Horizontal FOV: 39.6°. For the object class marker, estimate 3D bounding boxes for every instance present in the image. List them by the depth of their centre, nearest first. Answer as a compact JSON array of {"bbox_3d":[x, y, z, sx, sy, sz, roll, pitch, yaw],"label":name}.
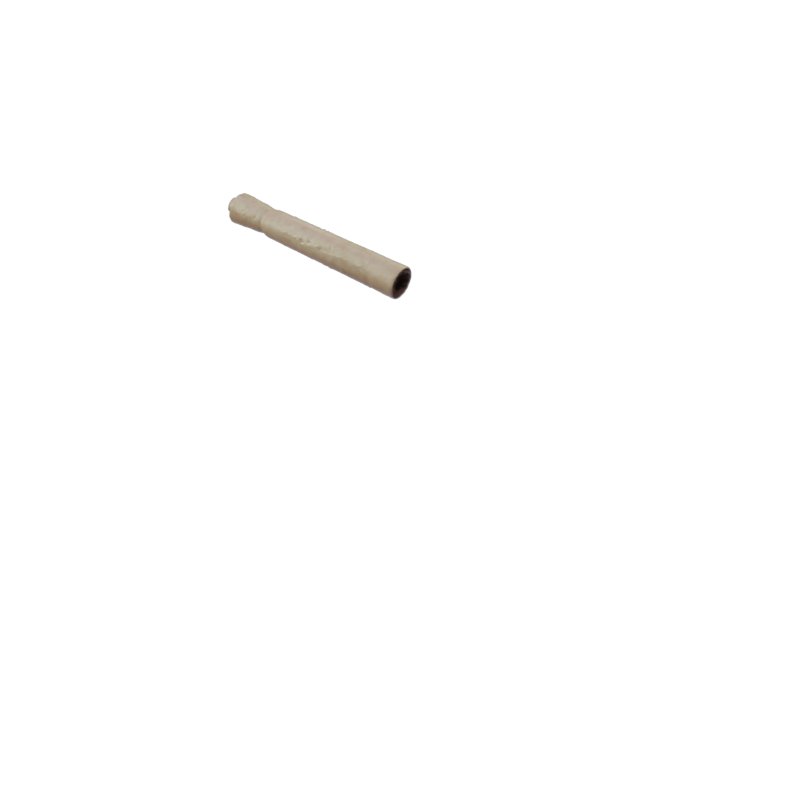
[{"bbox_3d":[-0.048,-0.088,0.616,0.128,0.019,0.019,28,17,29],"label":"marker"}]
